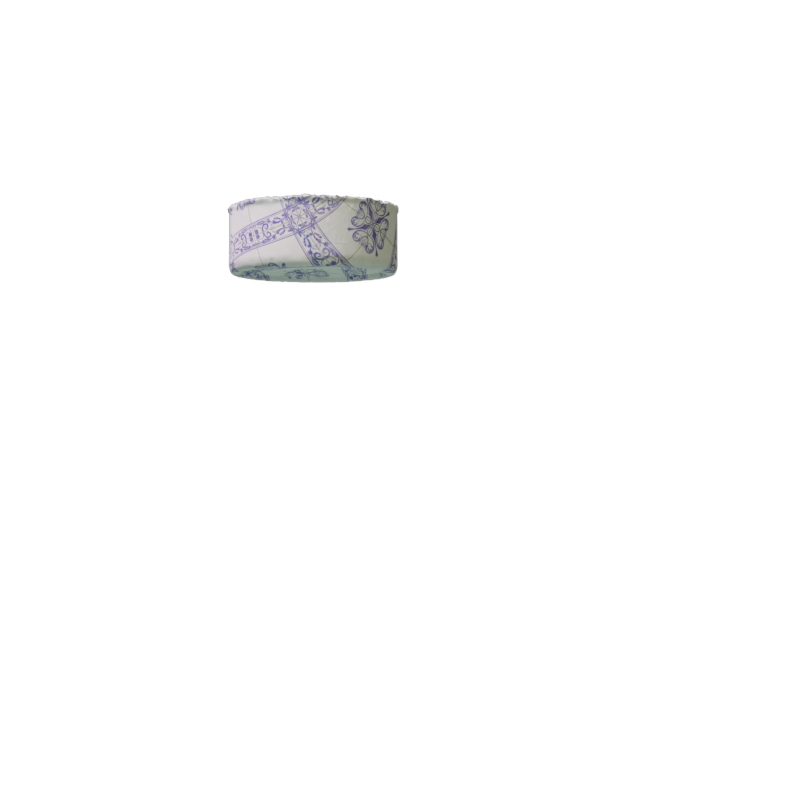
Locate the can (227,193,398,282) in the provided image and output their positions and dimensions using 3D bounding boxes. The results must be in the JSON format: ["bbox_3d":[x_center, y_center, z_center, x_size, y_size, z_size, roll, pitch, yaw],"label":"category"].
[{"bbox_3d":[-0.043,-0.079,0.554,0.086,0.034,0.085,0,-1,-2],"label":"can"}]
